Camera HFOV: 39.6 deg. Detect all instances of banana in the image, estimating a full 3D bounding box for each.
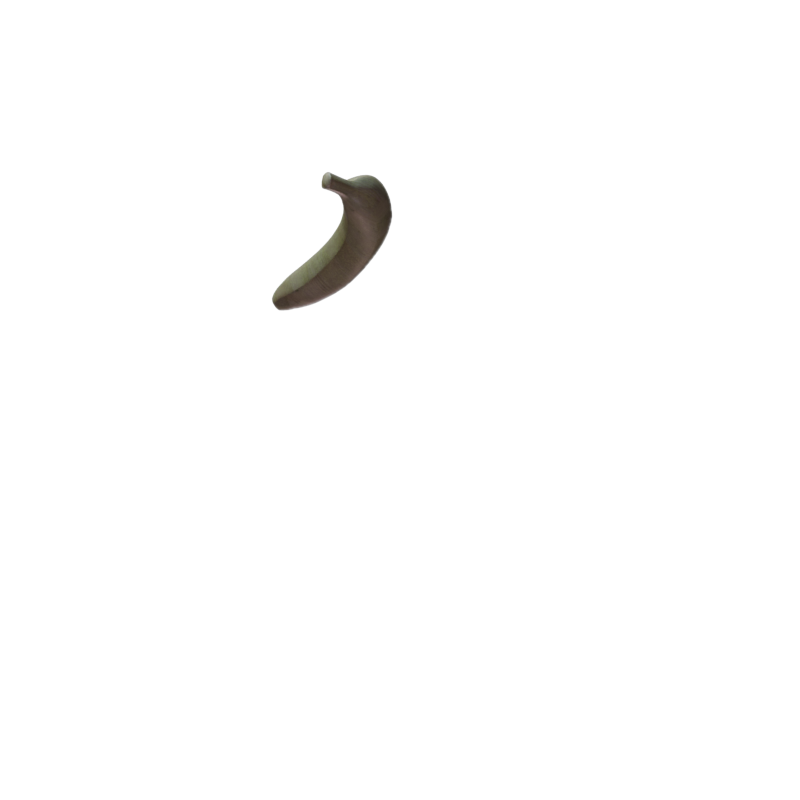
[{"bbox_3d":[-0.049,-0.124,0.869,0.068,0.039,0.190,7,-28,-15],"label":"banana"}]
